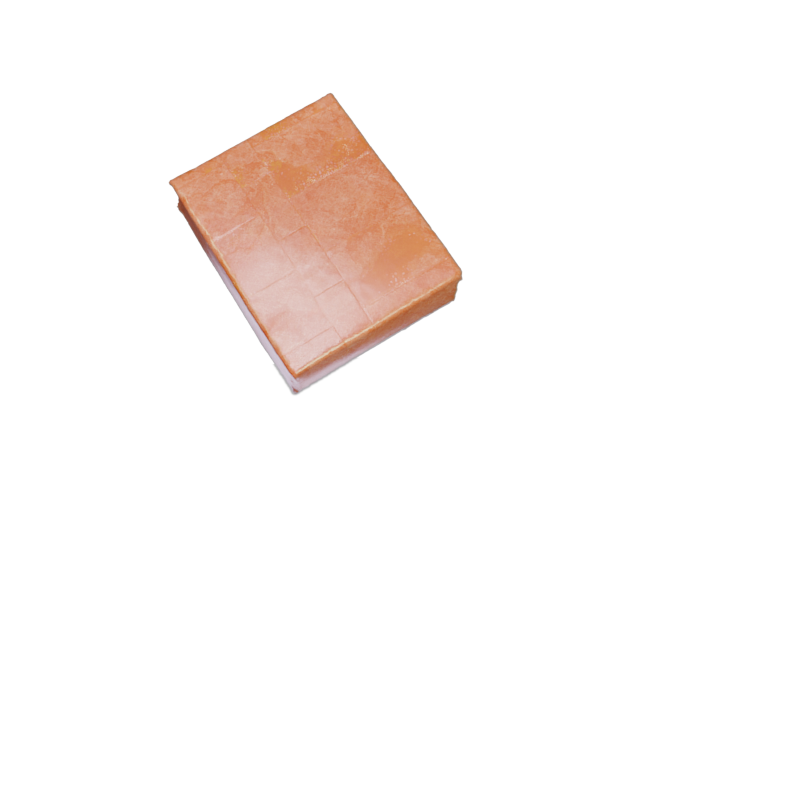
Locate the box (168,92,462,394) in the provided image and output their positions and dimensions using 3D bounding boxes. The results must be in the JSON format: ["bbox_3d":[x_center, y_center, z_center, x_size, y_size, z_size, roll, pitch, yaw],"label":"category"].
[{"bbox_3d":[-0.040,-0.073,0.513,0.090,0.119,0.037,-31,-19,-13],"label":"box"}]
